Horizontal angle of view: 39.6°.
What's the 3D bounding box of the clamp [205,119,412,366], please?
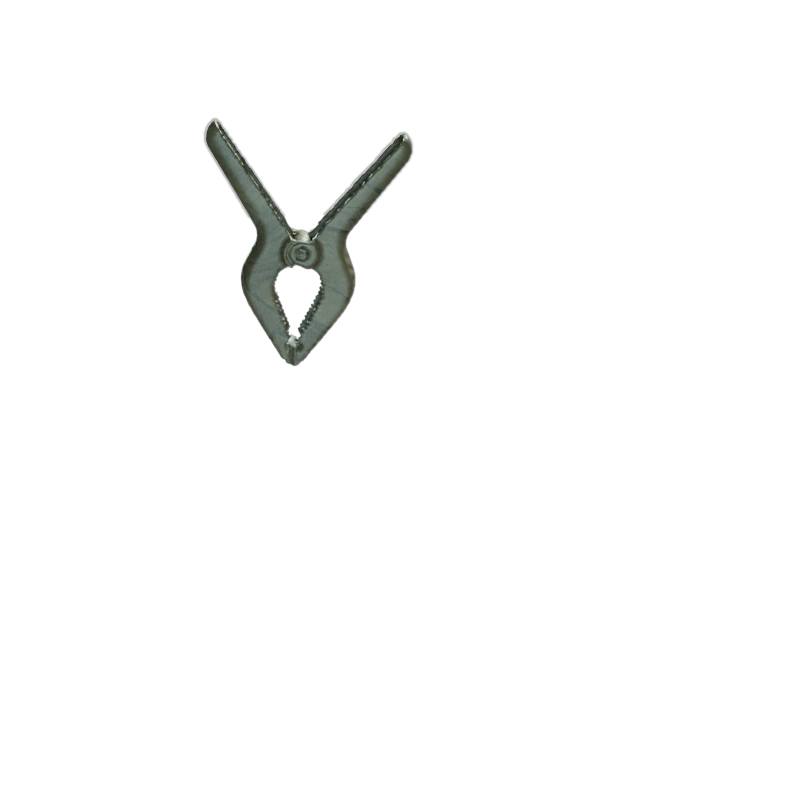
[{"bbox_3d":[-0.071,-0.130,0.910,0.164,0.201,0.038,-1,19,0],"label":"clamp"}]
